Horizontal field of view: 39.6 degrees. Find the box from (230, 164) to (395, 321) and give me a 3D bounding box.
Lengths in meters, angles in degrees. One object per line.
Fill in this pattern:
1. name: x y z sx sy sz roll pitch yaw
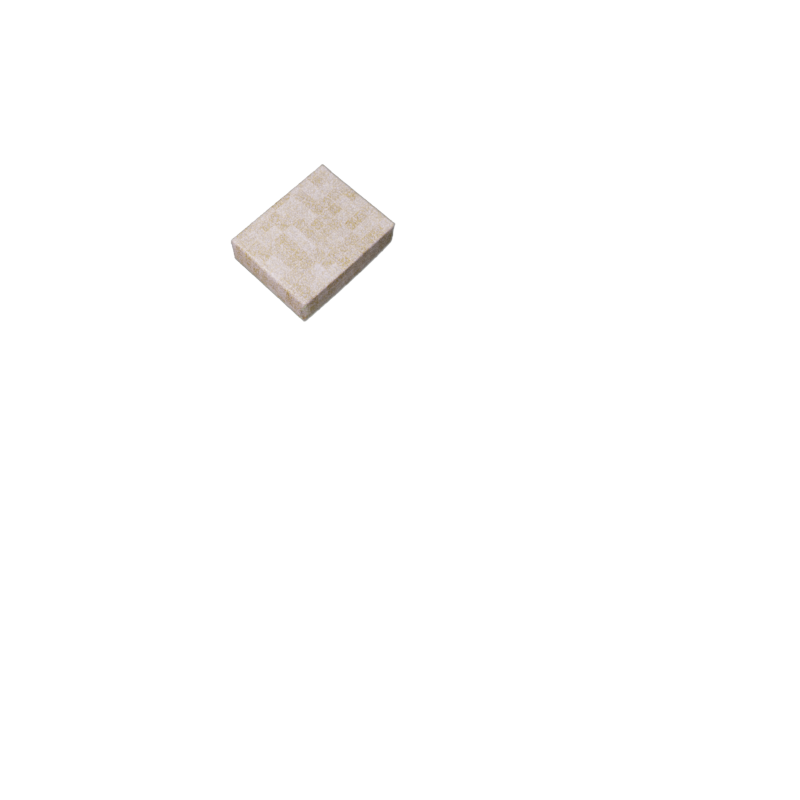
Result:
1. box: -0.074 -0.136 0.951 0.094 0.115 0.037 40 -22 19
